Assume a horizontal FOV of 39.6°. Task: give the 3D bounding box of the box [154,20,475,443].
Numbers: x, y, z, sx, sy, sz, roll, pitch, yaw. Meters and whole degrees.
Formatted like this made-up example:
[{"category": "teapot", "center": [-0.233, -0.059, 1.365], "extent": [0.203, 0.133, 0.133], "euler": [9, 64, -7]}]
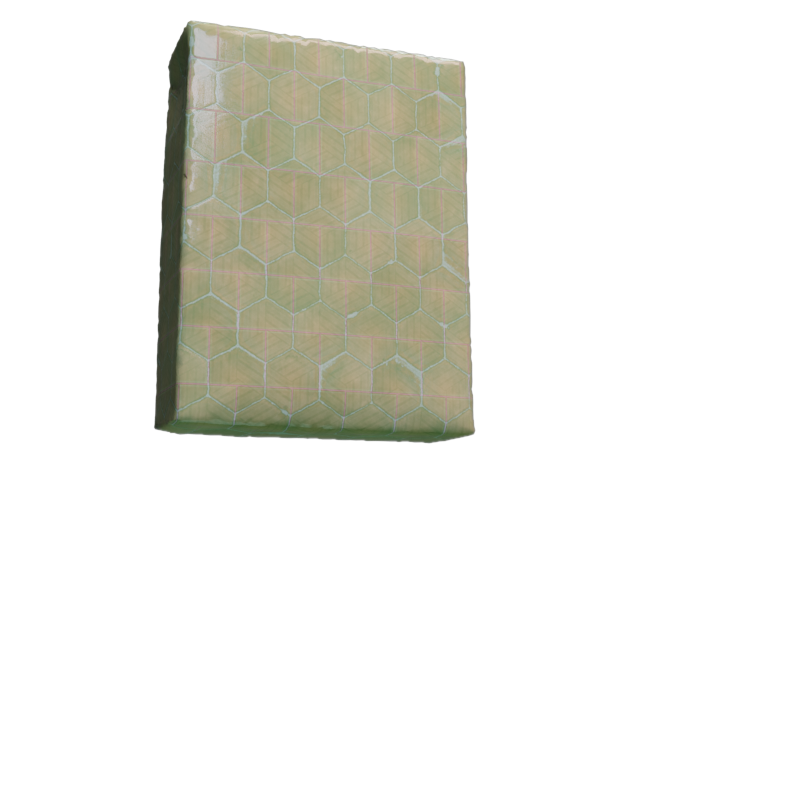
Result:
[{"category": "box", "center": [-0.048, -0.087, 0.611], "extent": [0.160, 0.221, 0.071], "euler": [4, -15, -20]}]
